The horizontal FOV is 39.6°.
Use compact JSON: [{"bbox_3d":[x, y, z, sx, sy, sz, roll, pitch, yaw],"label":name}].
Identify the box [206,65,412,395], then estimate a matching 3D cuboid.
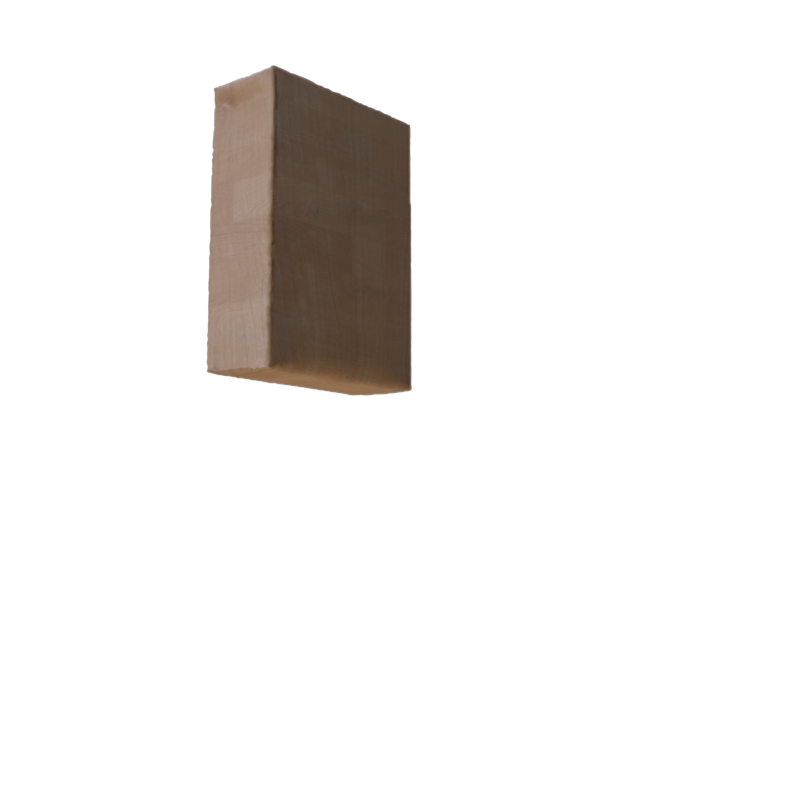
[{"bbox_3d":[-0.064,-0.117,0.819,0.073,0.221,0.155,-11,-15,37],"label":"box"}]
